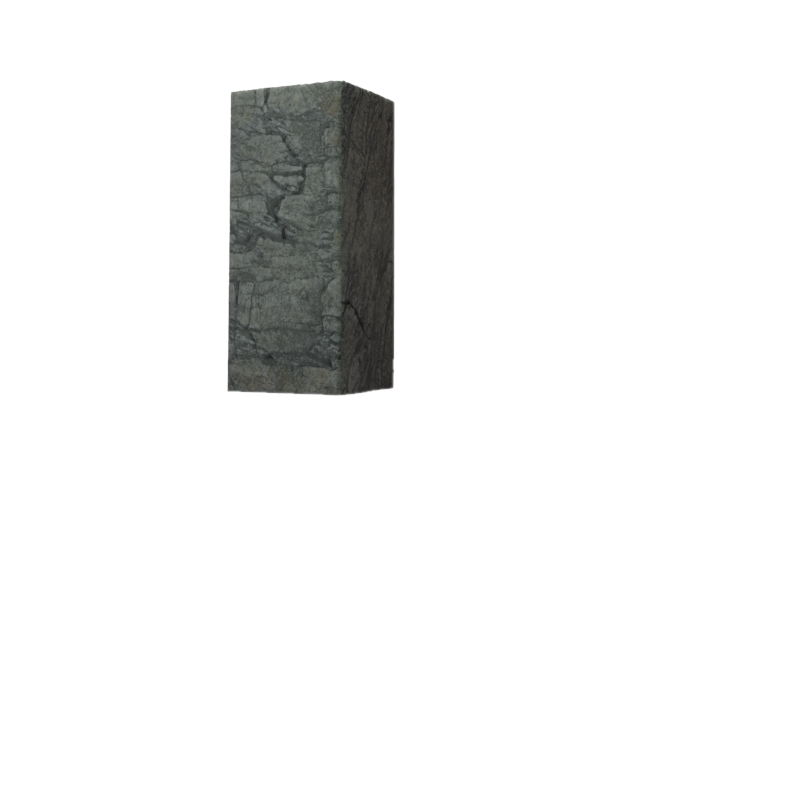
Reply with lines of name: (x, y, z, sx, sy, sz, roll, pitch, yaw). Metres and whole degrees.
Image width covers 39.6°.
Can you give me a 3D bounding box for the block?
block: (-0.060, -0.111, 0.776, 0.093, 0.208, 0.087, -1, -3, 26)
